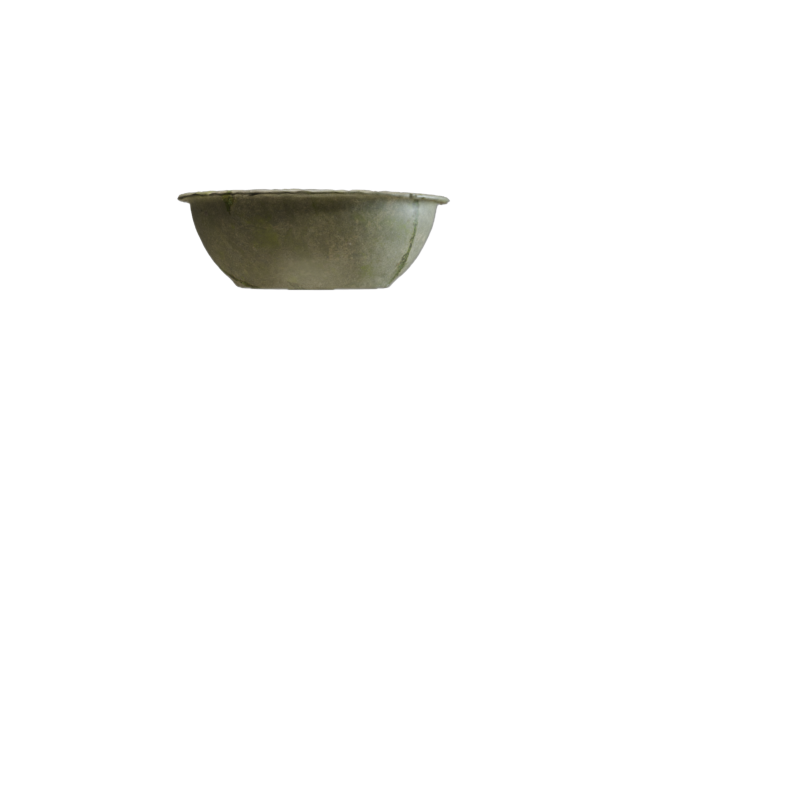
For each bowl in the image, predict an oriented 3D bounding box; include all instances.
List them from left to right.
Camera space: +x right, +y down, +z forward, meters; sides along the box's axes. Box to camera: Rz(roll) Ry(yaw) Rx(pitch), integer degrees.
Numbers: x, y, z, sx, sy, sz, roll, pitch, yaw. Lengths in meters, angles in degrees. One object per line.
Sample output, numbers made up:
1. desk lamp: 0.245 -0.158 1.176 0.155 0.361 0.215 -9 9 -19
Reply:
1. bowl: -0.052 -0.094 0.661 0.162 0.055 0.164 0 7 -2
